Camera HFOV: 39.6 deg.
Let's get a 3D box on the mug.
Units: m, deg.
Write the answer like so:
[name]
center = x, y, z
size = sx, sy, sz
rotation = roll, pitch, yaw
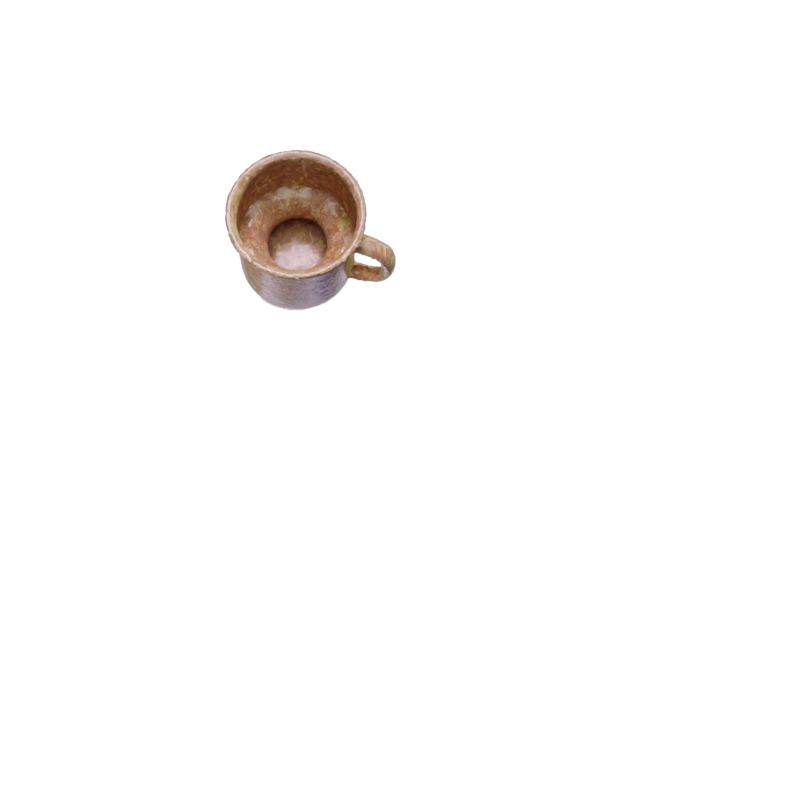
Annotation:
[mug]
center = -0.060, -0.109, 0.760
size = 0.118, 0.097, 0.078
rotation = 16, -19, 5
